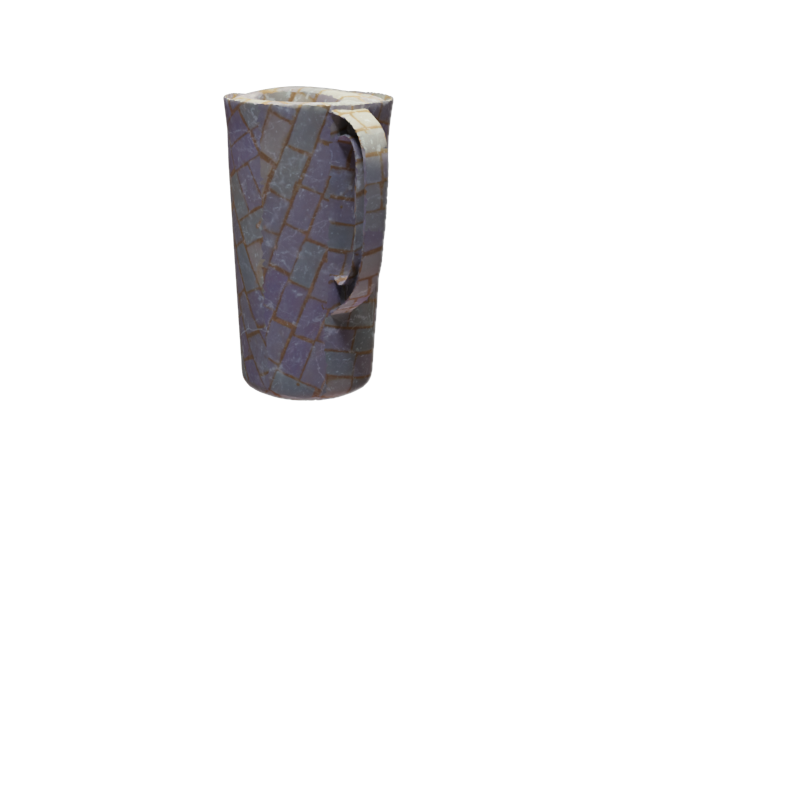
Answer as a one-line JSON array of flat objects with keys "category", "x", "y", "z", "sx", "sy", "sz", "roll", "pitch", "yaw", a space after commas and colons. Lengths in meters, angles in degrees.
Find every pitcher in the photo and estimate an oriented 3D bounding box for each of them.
[{"category": "pitcher", "x": -0.069, "y": -0.126, "z": 0.882, "sx": 0.148, "sy": 0.235, "sz": 0.151, "roll": 4, "pitch": 15, "yaw": 13}]
